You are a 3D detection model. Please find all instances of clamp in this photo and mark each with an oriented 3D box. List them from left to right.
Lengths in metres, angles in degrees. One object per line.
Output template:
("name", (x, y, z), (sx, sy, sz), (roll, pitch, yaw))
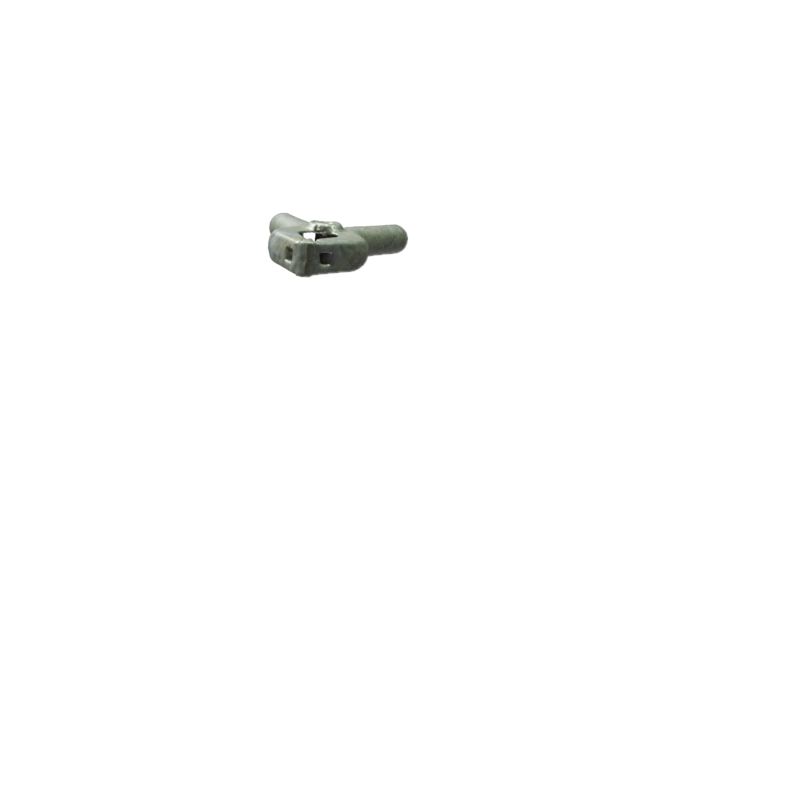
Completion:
("clamp", (-0.071, -0.129, 0.901), (0.123, 0.038, 0.171), (4, 13, 16))
